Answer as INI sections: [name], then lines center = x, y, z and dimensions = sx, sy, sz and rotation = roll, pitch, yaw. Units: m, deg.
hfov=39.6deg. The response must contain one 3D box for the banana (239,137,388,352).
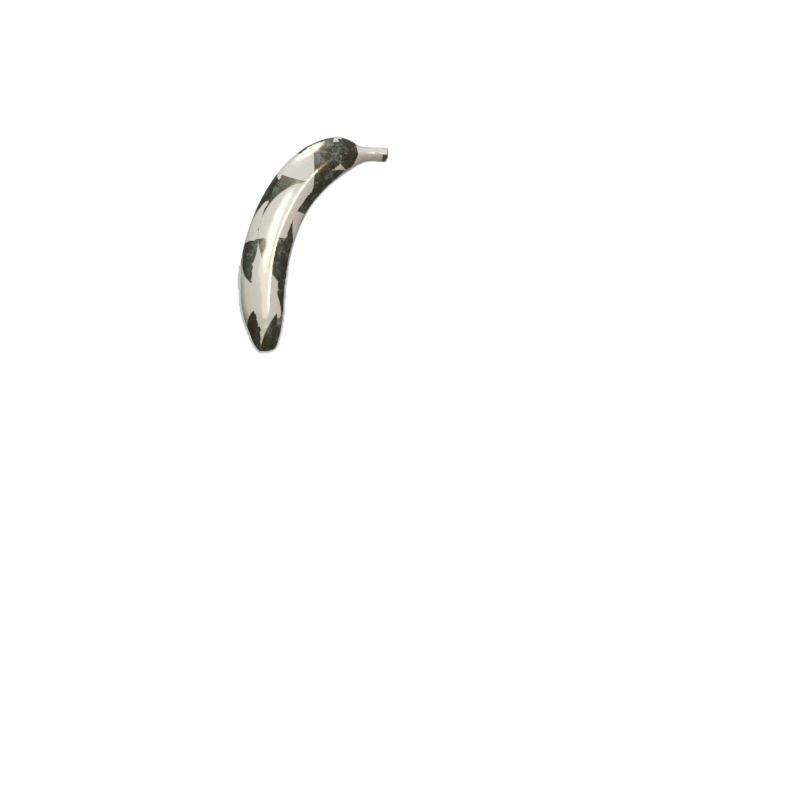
[banana]
center = -0.082, -0.135, 0.863
dimensions = 0.071, 0.202, 0.035
rotation = 26, -17, 7
